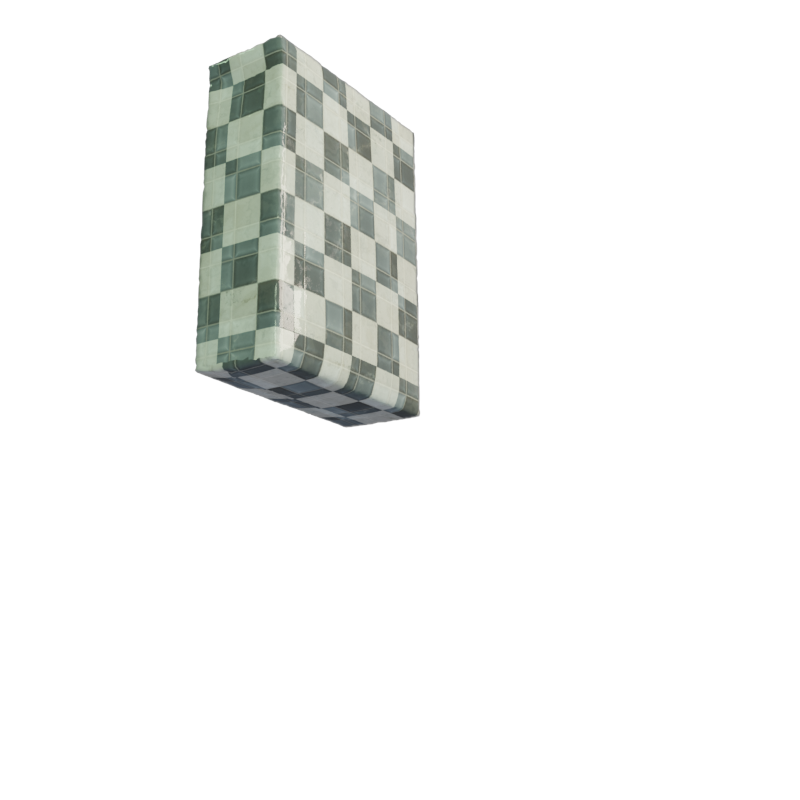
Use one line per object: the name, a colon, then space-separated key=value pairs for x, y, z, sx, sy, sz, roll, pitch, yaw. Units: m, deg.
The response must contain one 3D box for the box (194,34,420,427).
box: x=-0.057 y=-0.104 z=0.729 sx=0.073 sy=0.224 sz=0.154 roll=-15 pitch=-24 yaw=31
